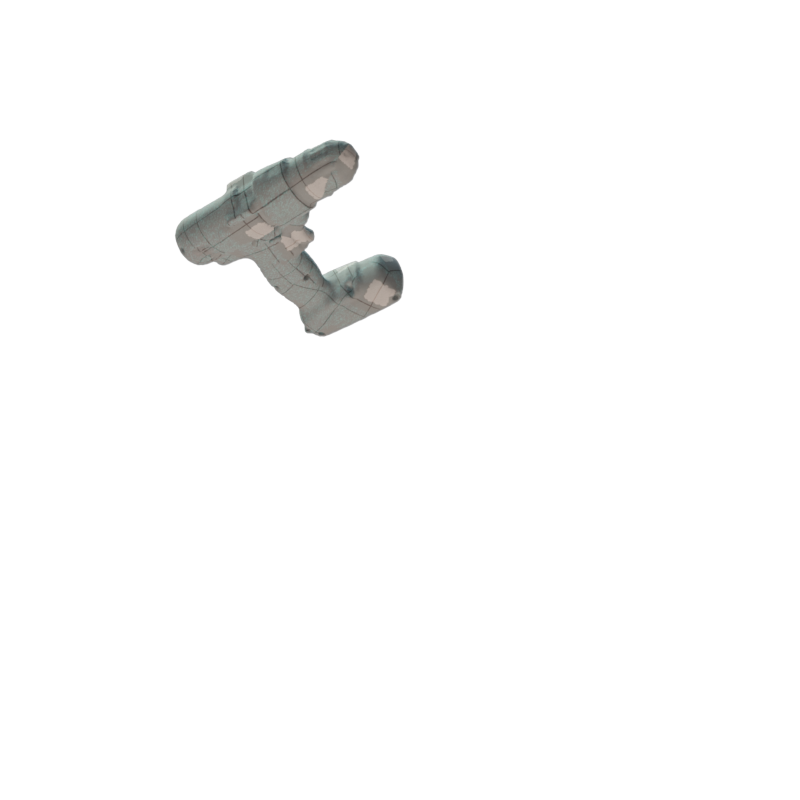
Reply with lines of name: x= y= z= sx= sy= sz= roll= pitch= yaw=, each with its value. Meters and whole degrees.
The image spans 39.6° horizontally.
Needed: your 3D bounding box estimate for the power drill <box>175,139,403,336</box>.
power drill: x=-0.077 y=-0.141 z=0.987 sx=0.185 sy=0.062 sz=0.174 roll=-23 pitch=-43 yaw=27
